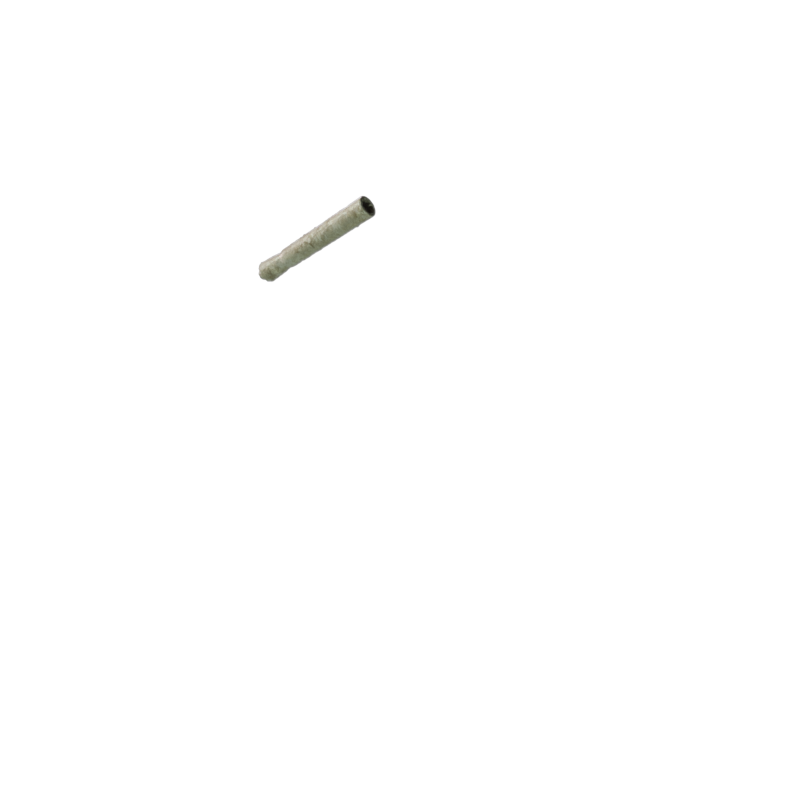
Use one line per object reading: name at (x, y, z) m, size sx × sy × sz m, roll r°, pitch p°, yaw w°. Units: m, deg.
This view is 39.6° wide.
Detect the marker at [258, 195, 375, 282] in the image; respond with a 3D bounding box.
marker at (-0.070, -0.128, 0.897) m, size 0.121 × 0.020 × 0.019 m, roll -28°, pitch -13°, yaw 32°
